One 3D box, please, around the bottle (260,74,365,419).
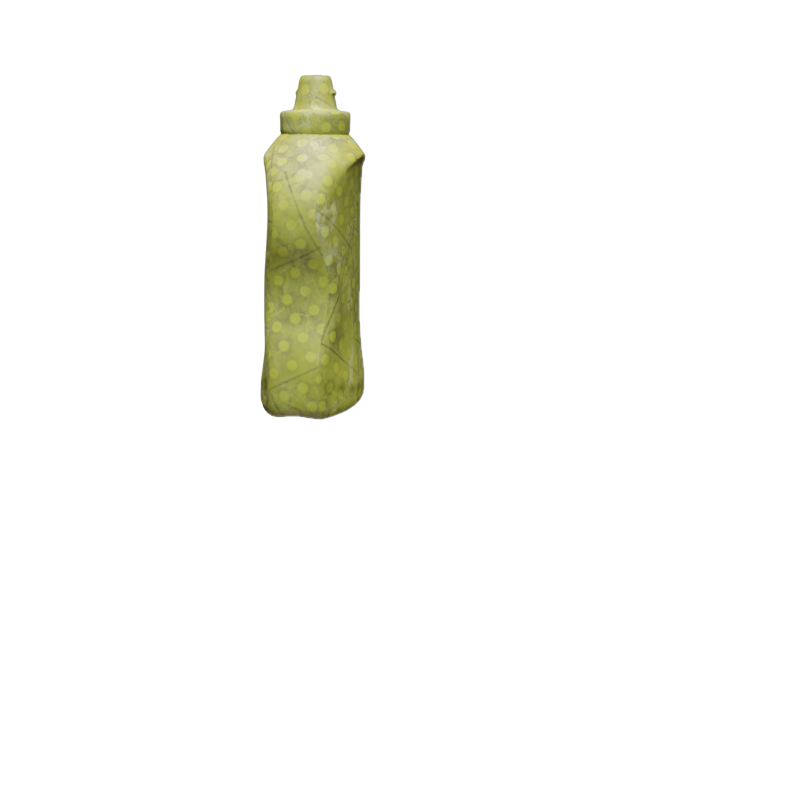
[{"bbox_3d":[-0.050,-0.092,0.646,0.059,0.189,0.096,2,7,12],"label":"bottle"}]
